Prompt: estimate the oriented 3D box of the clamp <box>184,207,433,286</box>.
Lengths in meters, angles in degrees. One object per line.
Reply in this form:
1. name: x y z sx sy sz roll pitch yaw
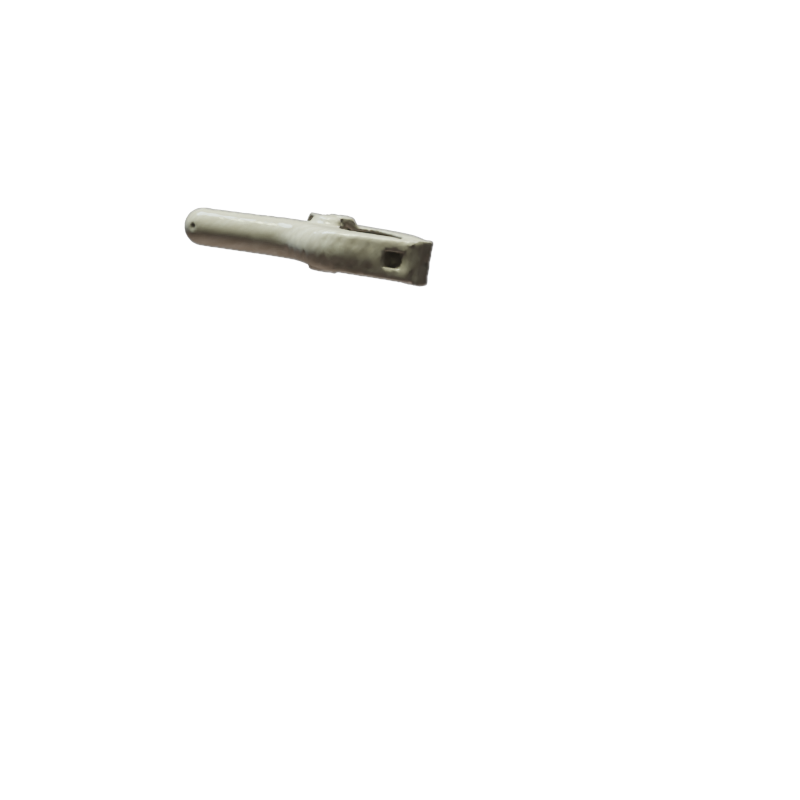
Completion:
1. clamp: -0.055 -0.101 0.704 0.117 0.038 0.181 -10 17 -34
